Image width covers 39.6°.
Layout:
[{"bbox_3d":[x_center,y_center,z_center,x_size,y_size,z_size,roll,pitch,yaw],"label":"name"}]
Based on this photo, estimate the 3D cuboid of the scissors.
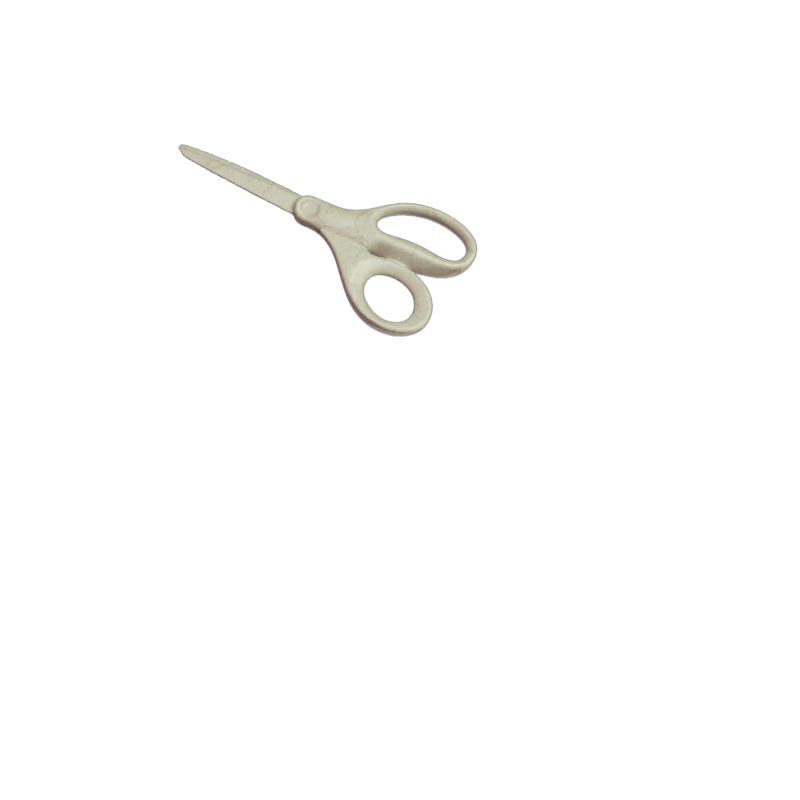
[{"bbox_3d":[-0.054,-0.099,0.695,0.203,0.100,0.015,12,-22,5],"label":"scissors"}]
